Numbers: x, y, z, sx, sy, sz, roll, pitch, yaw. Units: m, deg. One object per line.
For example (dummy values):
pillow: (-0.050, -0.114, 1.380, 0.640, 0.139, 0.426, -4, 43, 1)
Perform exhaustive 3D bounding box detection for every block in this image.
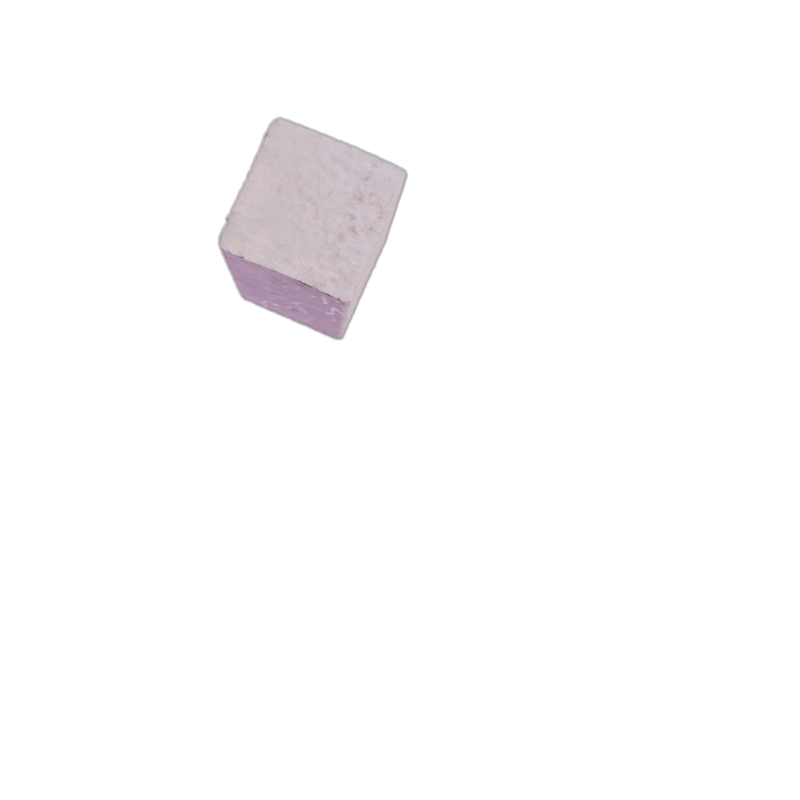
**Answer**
block: (-0.060, -0.109, 0.762, 0.090, 0.092, 0.203, 23, -5, -2)
